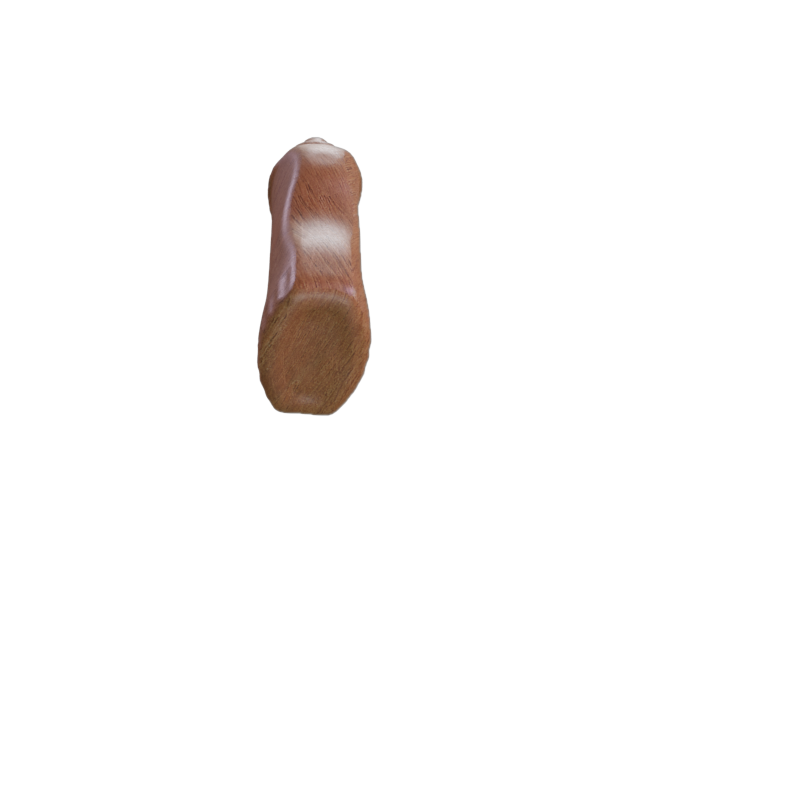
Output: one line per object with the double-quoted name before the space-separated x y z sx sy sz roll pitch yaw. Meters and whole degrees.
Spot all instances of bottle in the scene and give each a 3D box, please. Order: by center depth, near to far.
"bottle" -0.049 -0.091 0.637 0.058 0.090 0.206 3 43 -7
